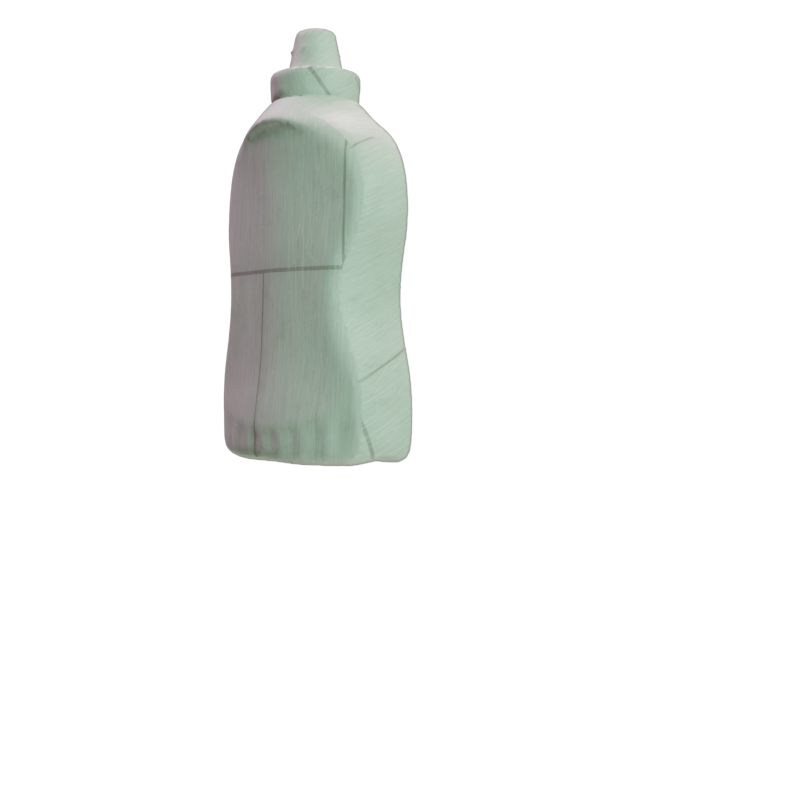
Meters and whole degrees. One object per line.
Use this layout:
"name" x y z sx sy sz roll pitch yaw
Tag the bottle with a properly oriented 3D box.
"bottle" -0.038 -0.071 0.495 0.056 0.194 0.099 4 -6 -41
